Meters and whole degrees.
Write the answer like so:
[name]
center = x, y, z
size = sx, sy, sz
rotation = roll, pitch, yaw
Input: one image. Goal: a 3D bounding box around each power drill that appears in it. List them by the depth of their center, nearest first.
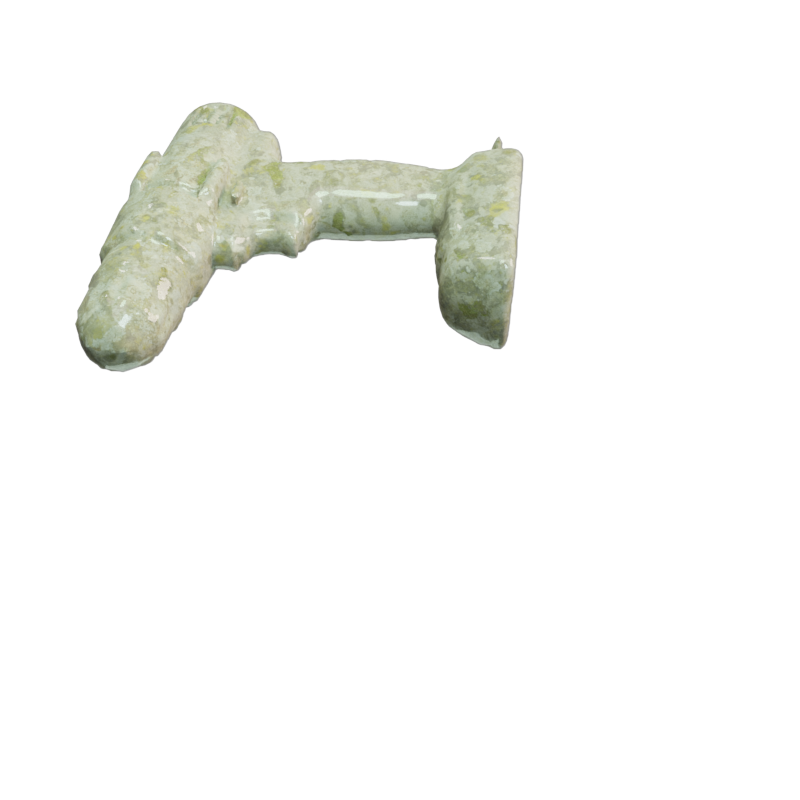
[power drill]
center = -0.040, -0.074, 0.516
size = 0.190, 0.053, 0.195
rotation = 7, 44, 7
